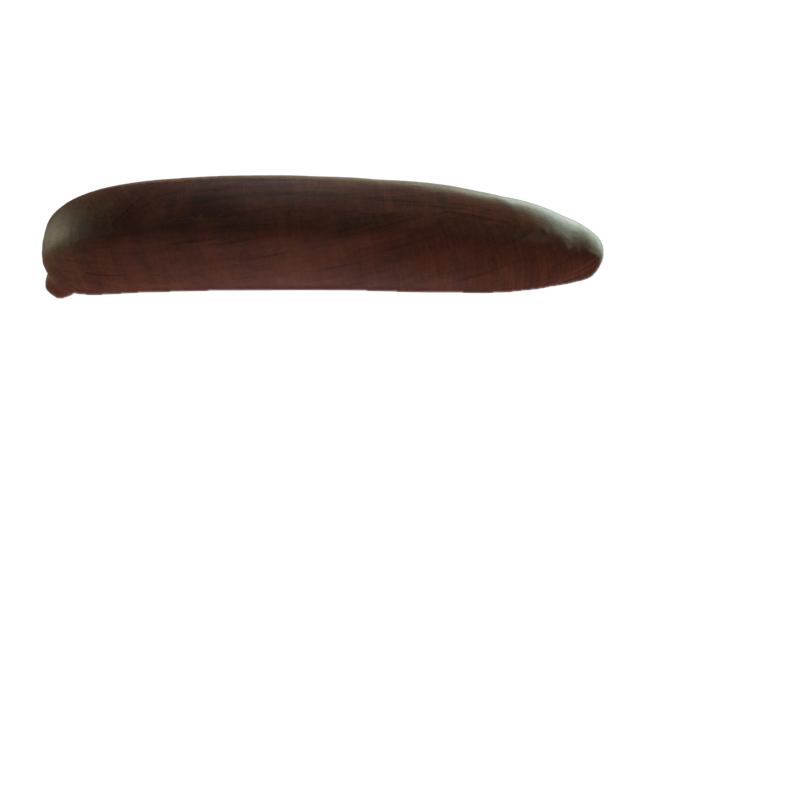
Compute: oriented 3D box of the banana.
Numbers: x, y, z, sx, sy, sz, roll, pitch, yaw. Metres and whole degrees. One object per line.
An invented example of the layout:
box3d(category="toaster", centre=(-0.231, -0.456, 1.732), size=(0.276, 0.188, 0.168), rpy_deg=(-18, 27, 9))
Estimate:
box3d(category="banana", centre=(-0.036, -0.052, 0.357), size=(0.201, 0.037, 0.068), rpy_deg=(1, 2, 12))
